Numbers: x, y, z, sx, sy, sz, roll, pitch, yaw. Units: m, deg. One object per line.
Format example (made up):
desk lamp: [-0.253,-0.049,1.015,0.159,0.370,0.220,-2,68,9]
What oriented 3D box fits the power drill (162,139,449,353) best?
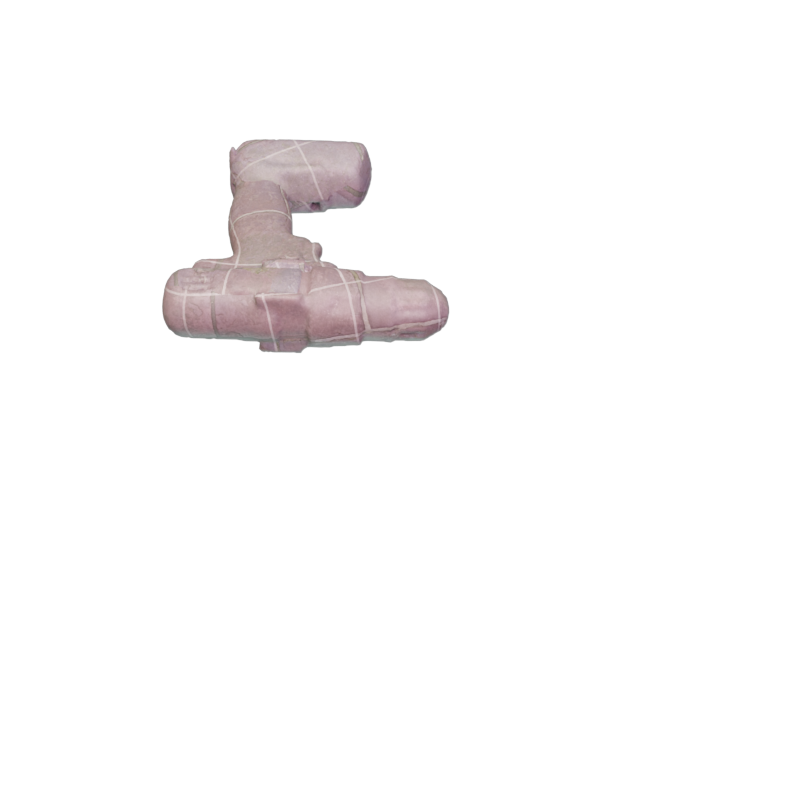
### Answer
power drill: [-0.060,-0.110,0.768,0.185,0.053,0.200,2,41,2]
